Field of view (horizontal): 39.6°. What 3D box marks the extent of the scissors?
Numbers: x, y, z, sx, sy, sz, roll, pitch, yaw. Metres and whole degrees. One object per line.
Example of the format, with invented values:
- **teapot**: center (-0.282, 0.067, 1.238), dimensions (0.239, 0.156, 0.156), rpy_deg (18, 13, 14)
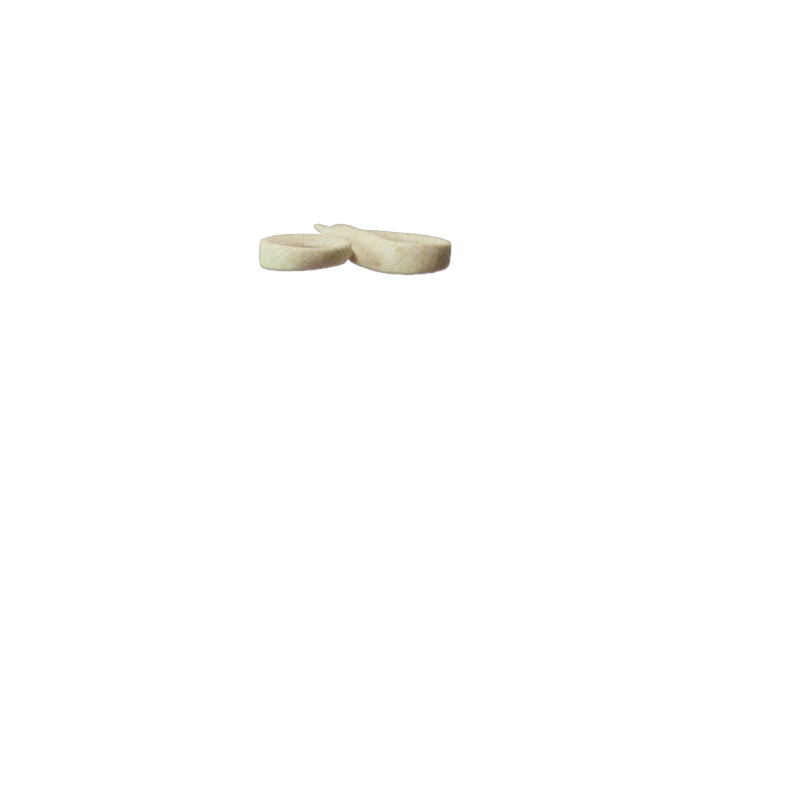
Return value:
- **scissors**: center (-0.045, -0.081, 0.570), dimensions (0.094, 0.015, 0.211), rpy_deg (-6, 14, -24)
